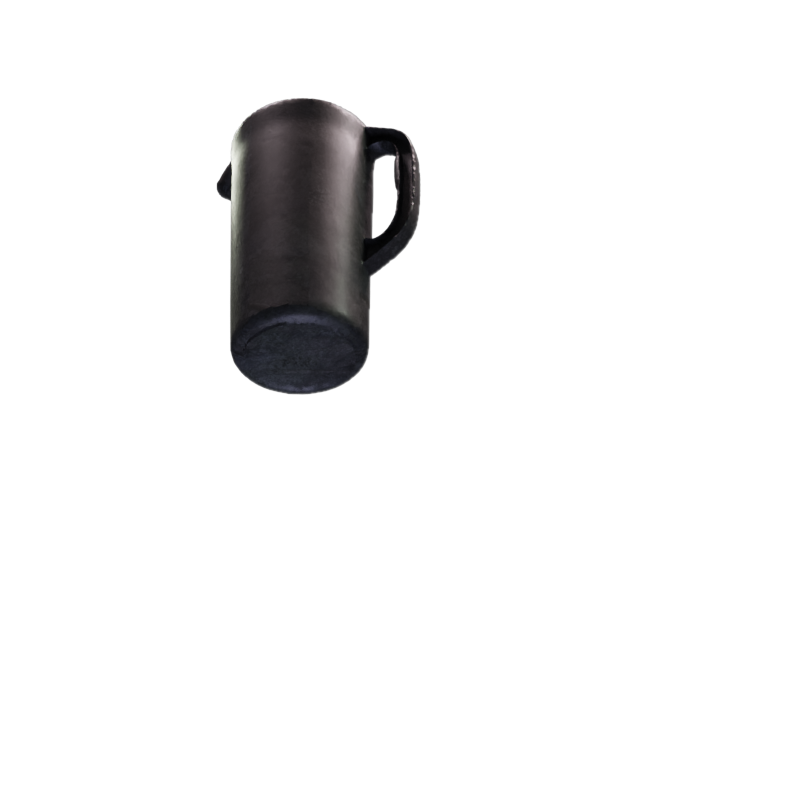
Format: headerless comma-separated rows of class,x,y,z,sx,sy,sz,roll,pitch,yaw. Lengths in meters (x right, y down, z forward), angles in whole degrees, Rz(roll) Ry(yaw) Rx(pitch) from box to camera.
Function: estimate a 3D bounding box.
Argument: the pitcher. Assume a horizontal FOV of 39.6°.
pitcher,-0.073,-0.133,0.930,0.140,0.261,0.144,17,-44,-22
